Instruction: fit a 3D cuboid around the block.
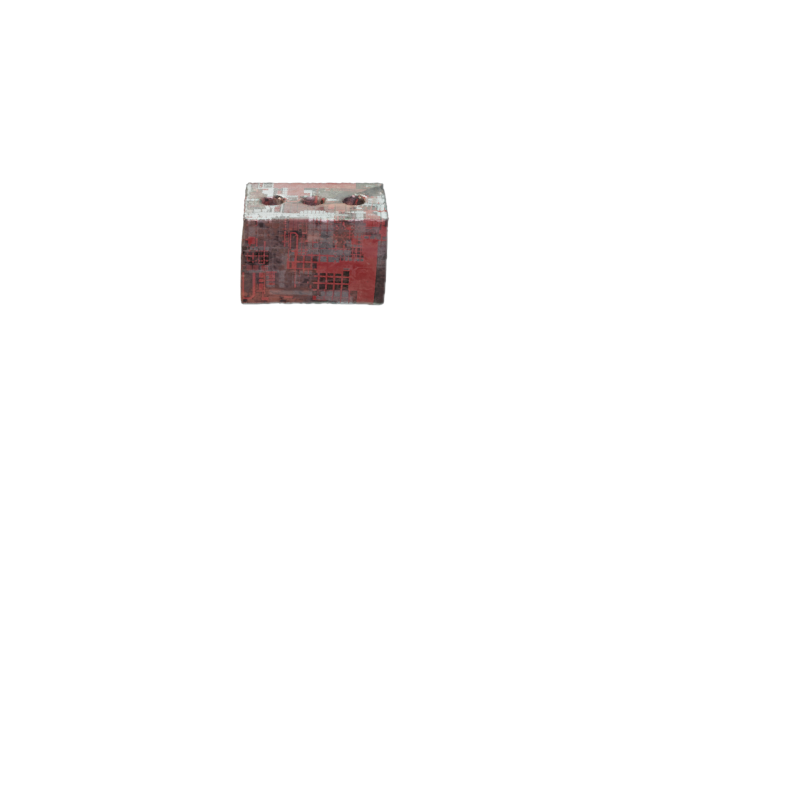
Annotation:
[{"bbox_3d":[-0.047,-0.086,0.602,0.078,0.048,0.056,0,30,-2],"label":"block"}]
